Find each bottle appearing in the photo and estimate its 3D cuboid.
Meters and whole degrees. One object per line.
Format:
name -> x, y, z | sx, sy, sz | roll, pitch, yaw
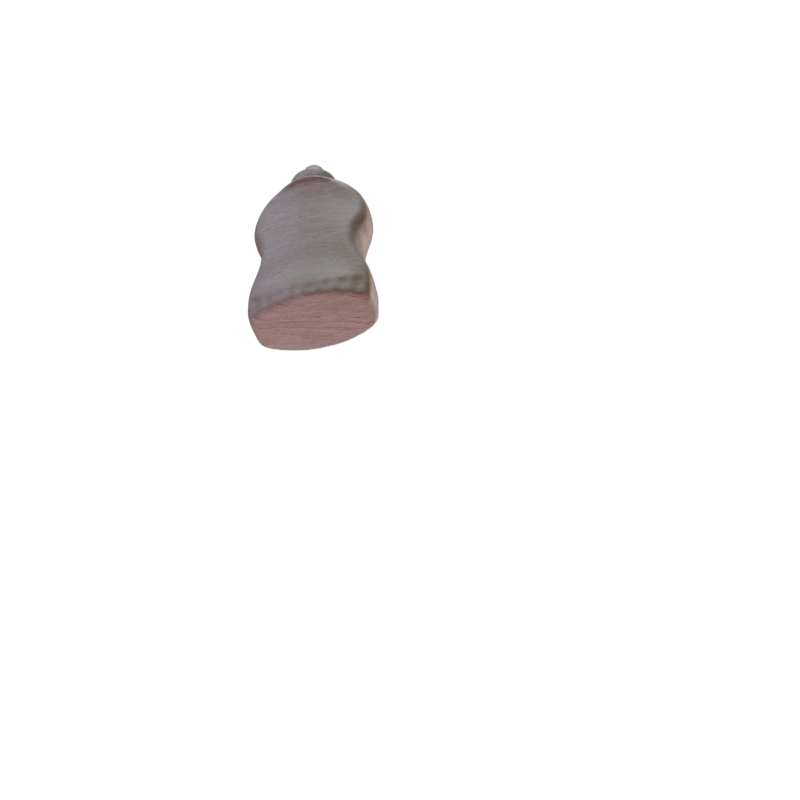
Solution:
bottle -> -0.070, -0.127, 0.890 | 0.097, 0.206, 0.054 | -14, -47, 10
